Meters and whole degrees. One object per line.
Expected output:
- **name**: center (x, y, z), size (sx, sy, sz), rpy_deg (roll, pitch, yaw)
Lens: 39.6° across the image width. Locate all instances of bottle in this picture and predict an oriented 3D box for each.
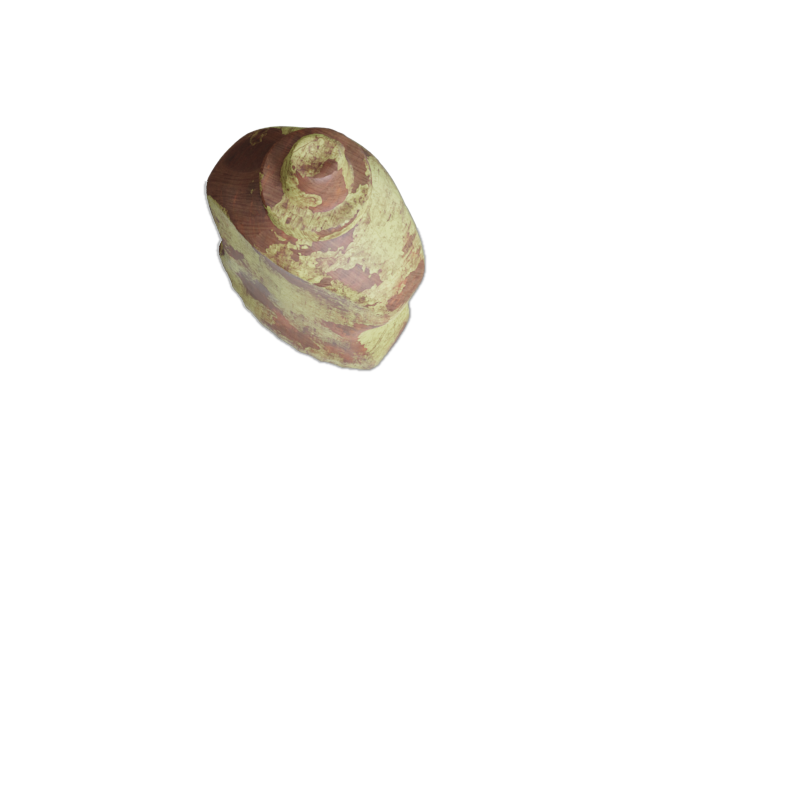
- **bottle**: center (-0.036, -0.067, 0.467), size (0.098, 0.059, 0.186), rpy_deg (38, -10, 4)
